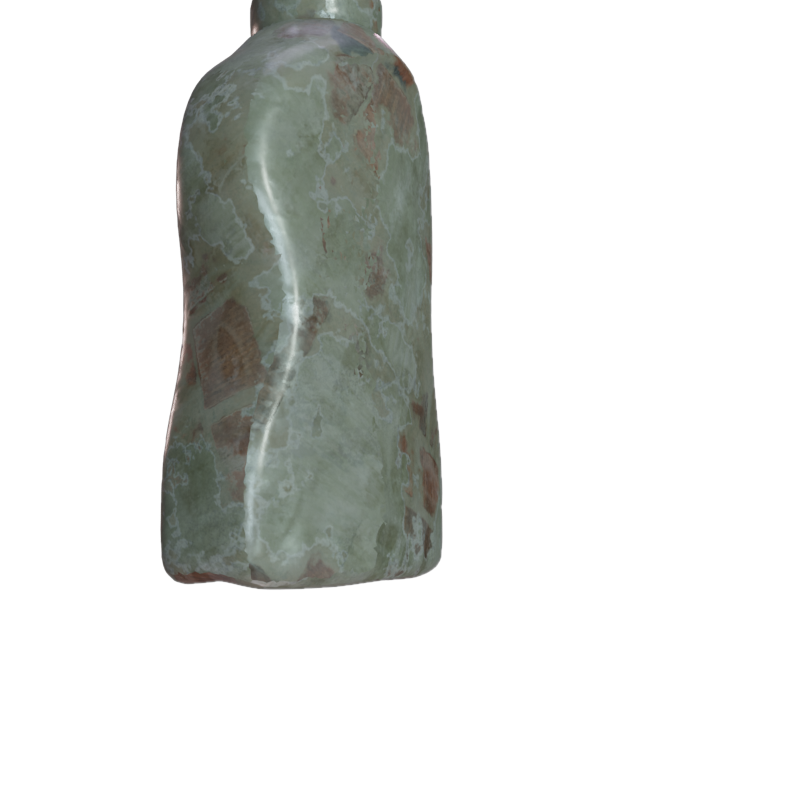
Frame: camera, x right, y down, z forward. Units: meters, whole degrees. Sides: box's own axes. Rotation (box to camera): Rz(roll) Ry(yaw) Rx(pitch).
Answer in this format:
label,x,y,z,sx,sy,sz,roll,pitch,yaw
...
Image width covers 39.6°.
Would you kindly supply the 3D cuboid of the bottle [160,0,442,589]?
label,x,y,z,sx,sy,sz,roll,pitch,yaw
bottle,-0.025,-0.047,0.328,0.060,0.197,0.091,-9,-14,35
